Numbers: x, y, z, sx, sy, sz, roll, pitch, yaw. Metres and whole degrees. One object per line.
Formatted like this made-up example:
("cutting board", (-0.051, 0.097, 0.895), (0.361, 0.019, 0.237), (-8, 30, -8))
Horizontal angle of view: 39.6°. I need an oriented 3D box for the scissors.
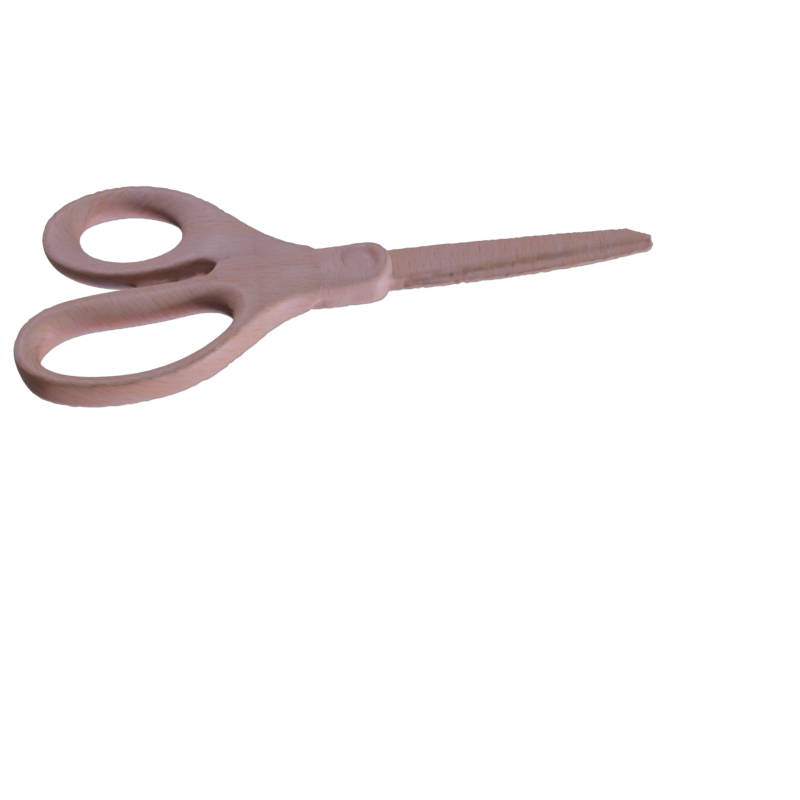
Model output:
("scissors", (-0.028, -0.052, 0.362), (0.200, 0.015, 0.104), (-20, 50, -18))
